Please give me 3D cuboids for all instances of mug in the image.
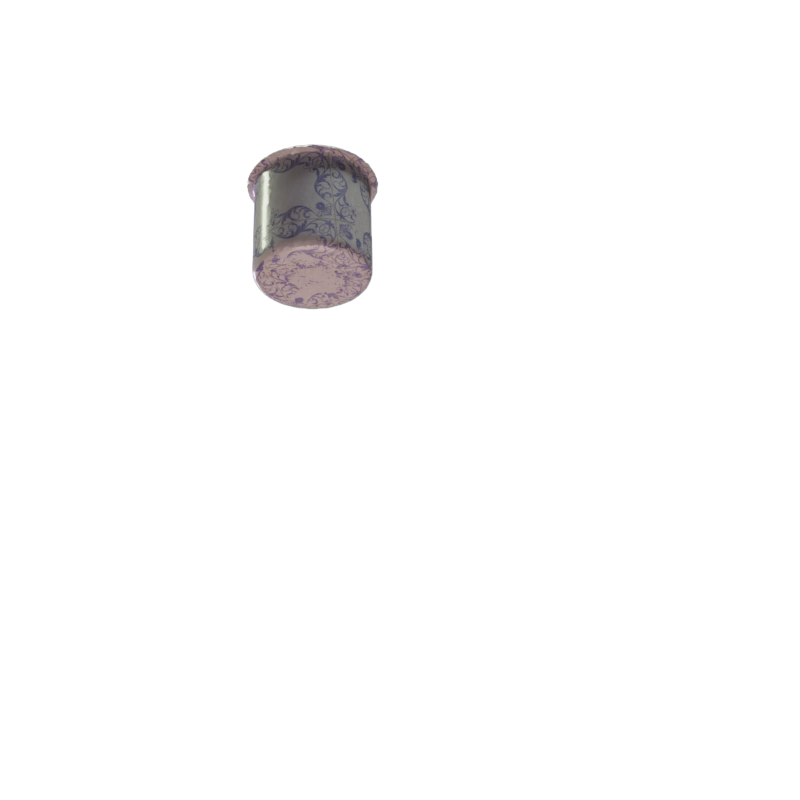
[{"bbox_3d":[-0.061,-0.111,0.777,0.093,0.087,0.110,-1,-31,-1],"label":"mug"}]
